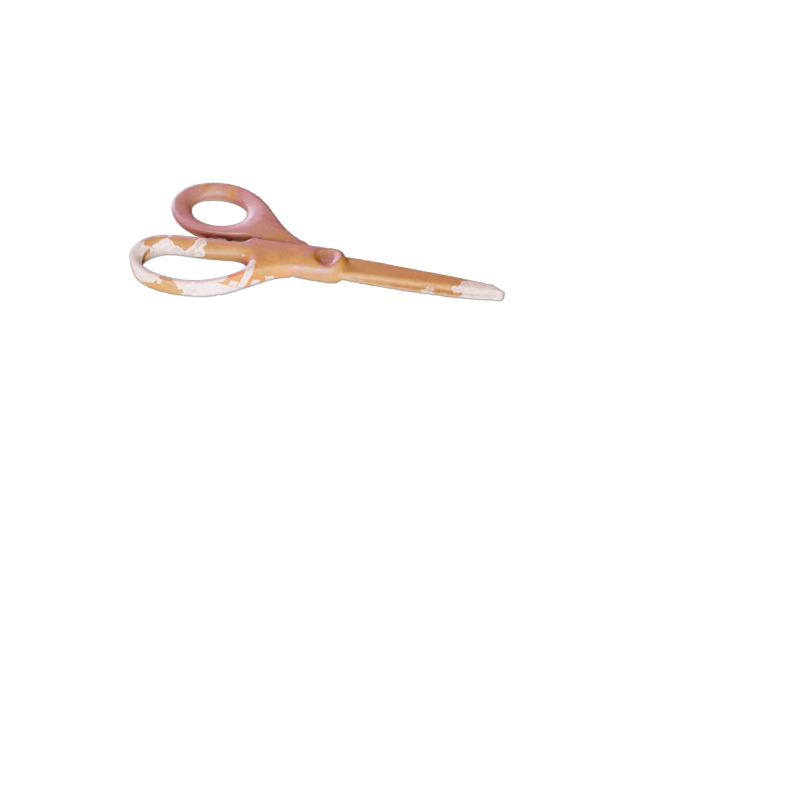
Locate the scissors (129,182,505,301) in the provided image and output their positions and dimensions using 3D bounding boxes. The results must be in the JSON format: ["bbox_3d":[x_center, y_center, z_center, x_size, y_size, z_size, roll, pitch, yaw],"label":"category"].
[{"bbox_3d":[-0.049,-0.089,0.621,0.201,0.103,0.015,-1,-44,-1],"label":"scissors"}]
